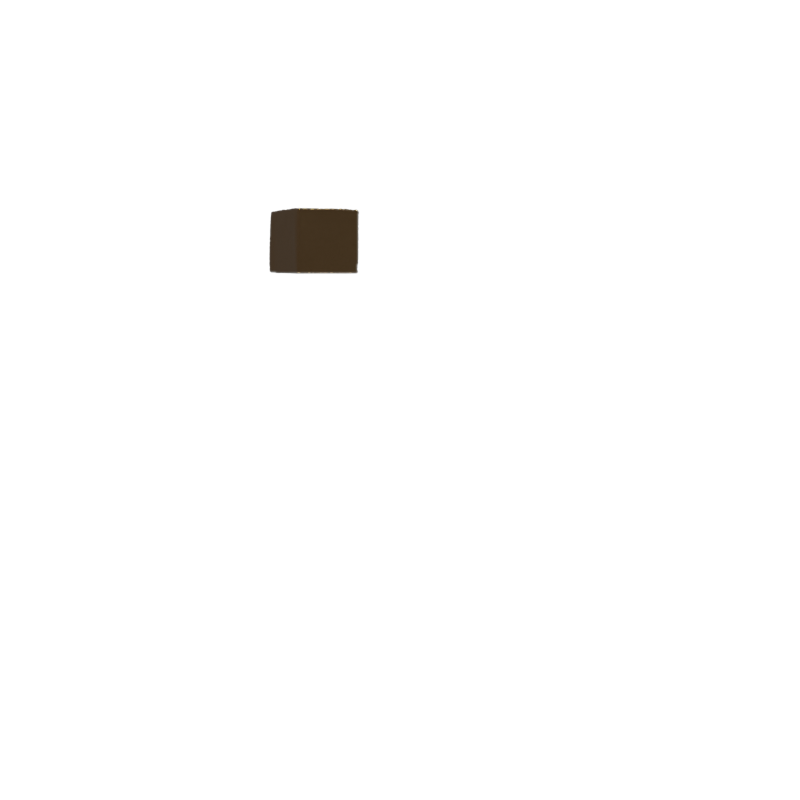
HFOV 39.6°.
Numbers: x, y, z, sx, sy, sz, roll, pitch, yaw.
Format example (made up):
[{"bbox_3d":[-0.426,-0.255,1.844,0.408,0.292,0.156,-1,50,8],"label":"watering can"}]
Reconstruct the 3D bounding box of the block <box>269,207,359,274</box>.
[{"bbox_3d":[-0.070,-0.128,0.898,0.051,0.051,0.080,-1,5,-22],"label":"block"}]
